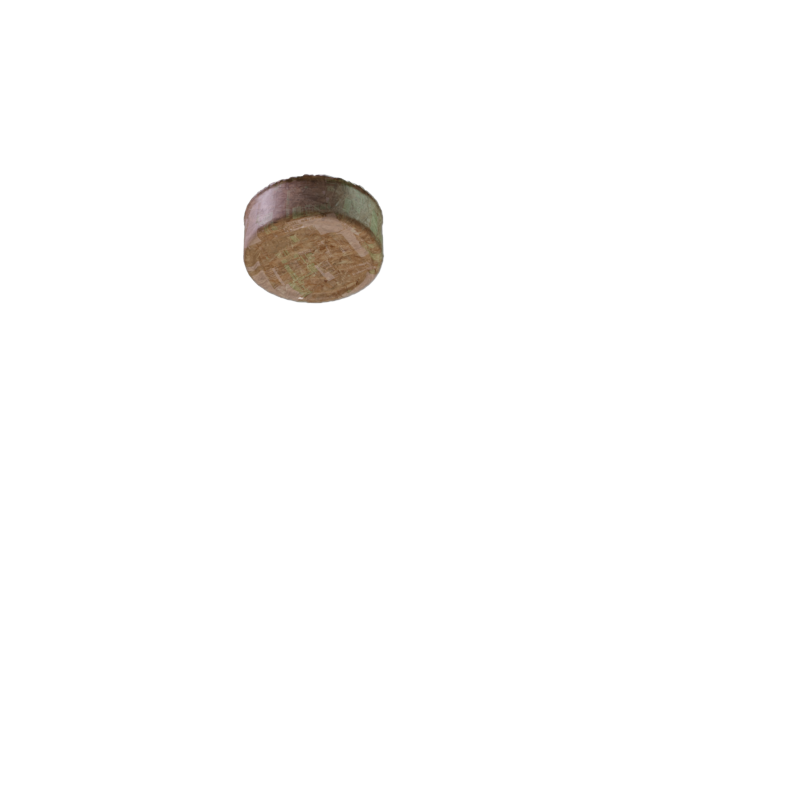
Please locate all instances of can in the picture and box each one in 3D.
[{"bbox_3d":[-0.053,-0.096,0.671,0.086,0.036,0.080,1,-34,-2],"label":"can"}]
